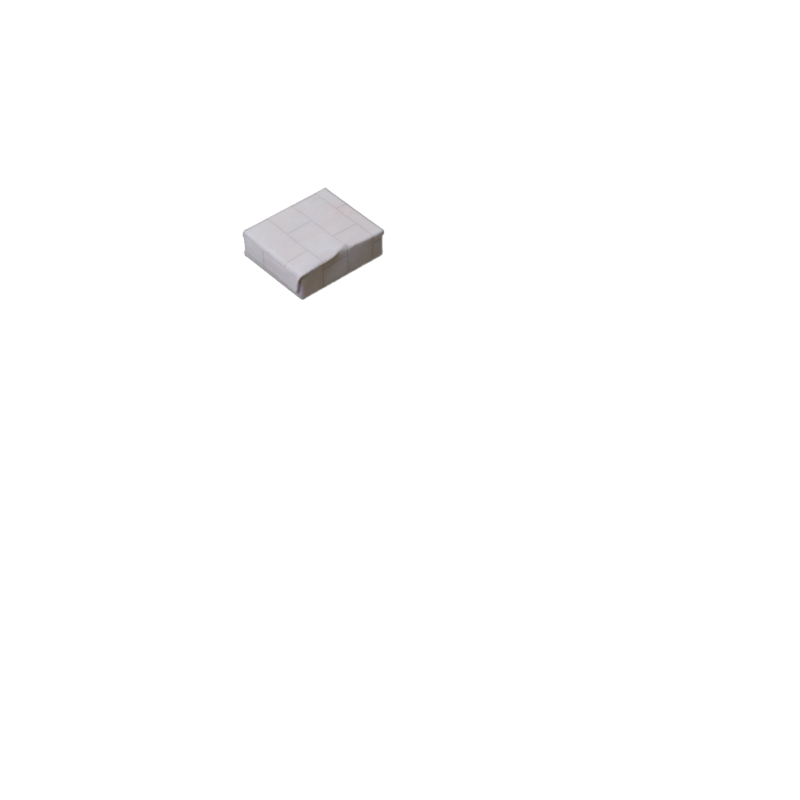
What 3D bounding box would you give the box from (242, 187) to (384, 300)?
[{"bbox_3d":[-0.069,-0.126,0.884,0.089,0.028,0.078,-32,53,-29],"label":"box"}]
